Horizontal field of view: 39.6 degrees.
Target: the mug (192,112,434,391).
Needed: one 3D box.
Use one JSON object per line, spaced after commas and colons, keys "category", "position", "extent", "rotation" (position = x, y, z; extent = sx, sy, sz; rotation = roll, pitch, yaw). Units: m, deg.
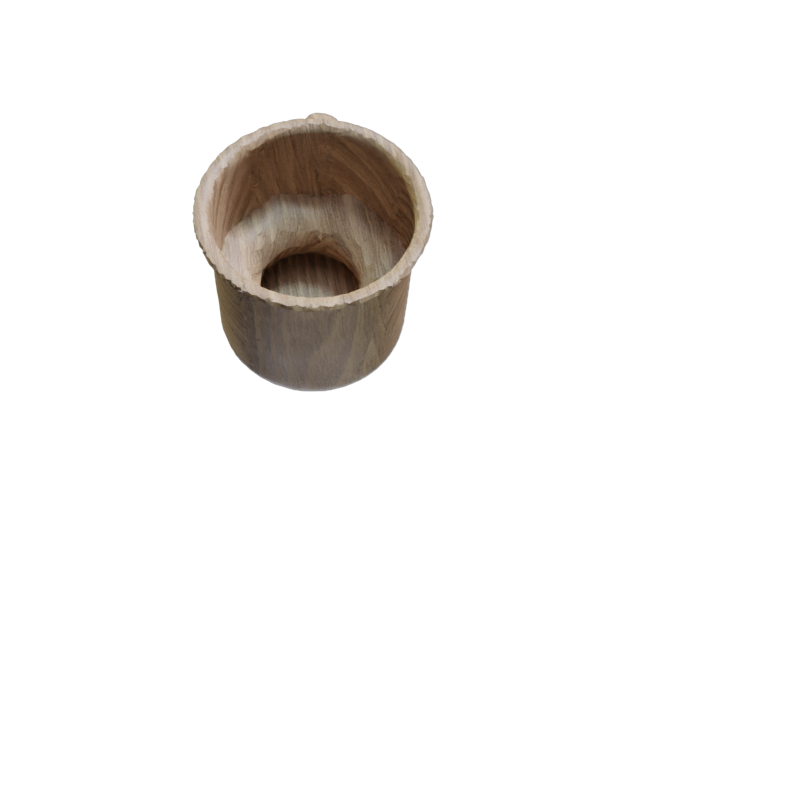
{"category": "mug", "position": [-0.037, -0.067, 0.468], "extent": [0.093, 0.125, 0.076], "rotation": [0, -32, -2]}
